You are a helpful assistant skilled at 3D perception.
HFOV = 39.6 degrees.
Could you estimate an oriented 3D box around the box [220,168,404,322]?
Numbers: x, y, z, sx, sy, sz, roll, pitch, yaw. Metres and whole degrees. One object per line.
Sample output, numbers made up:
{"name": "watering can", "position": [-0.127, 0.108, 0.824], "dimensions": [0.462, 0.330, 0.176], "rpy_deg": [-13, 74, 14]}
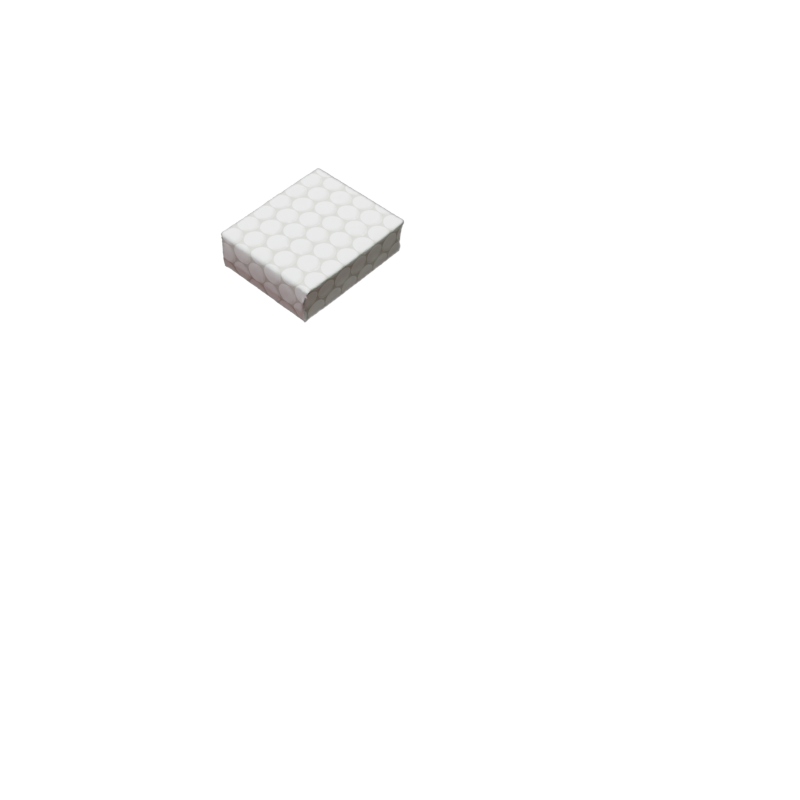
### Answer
{"name": "box", "position": [-0.067, -0.121, 0.849], "dimensions": [0.095, 0.036, 0.115], "rpy_deg": [33, 56, 25]}
